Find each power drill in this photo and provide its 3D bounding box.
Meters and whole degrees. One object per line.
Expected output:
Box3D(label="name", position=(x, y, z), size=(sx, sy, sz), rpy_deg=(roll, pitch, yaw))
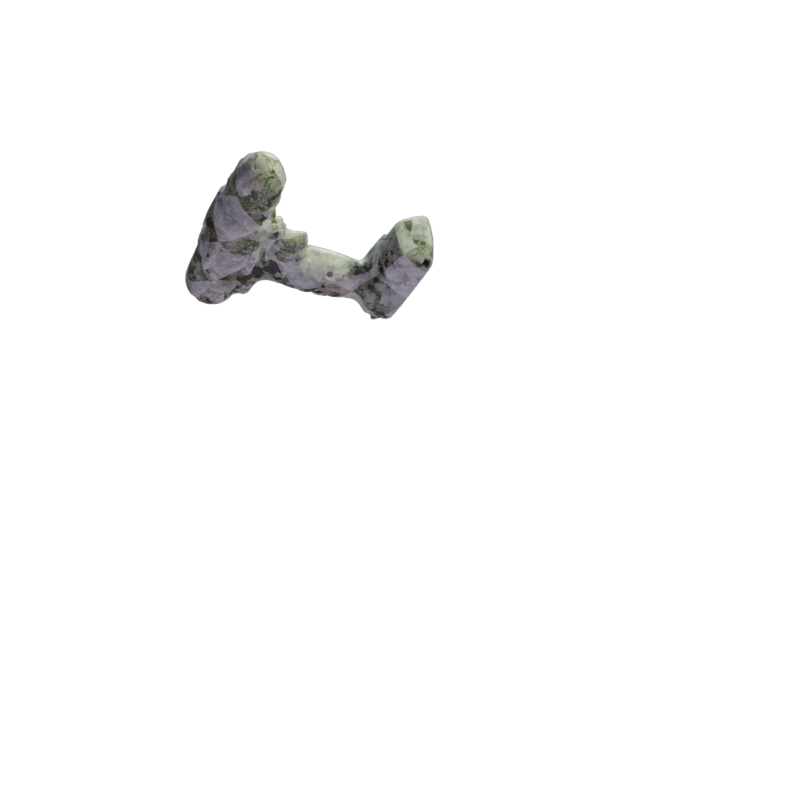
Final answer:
Box3D(label="power drill", position=(-0.072, -0.131, 0.916), size=(0.182, 0.061, 0.178), rpy_deg=(10, -29, -19))
